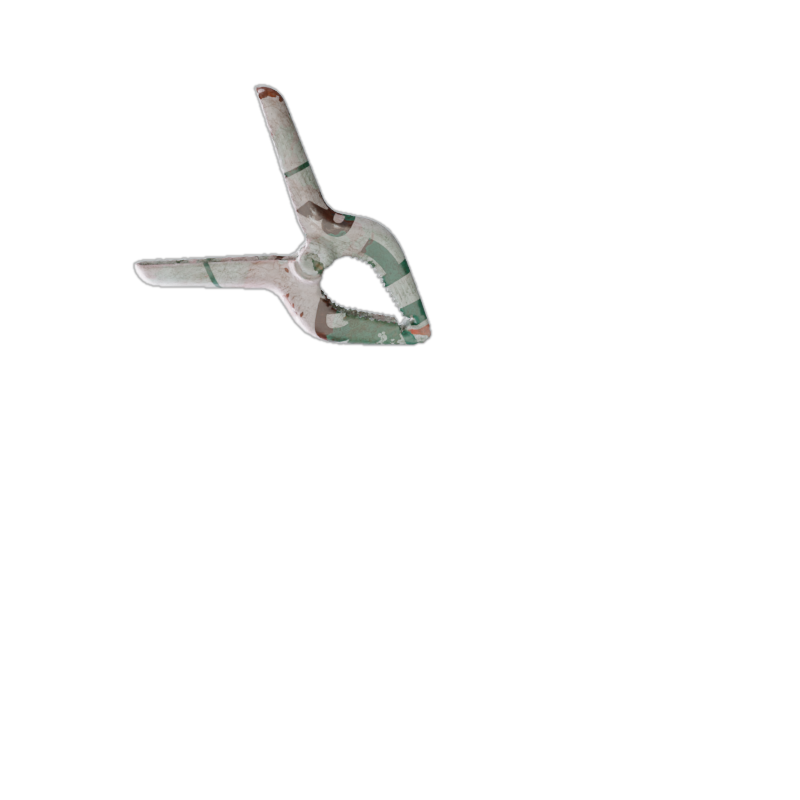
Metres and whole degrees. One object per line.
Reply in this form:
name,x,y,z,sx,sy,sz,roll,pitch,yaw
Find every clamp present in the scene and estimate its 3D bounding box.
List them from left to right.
clamp,-0.062,-0.113,0.789,0.207,0.162,0.037,28,9,-5
